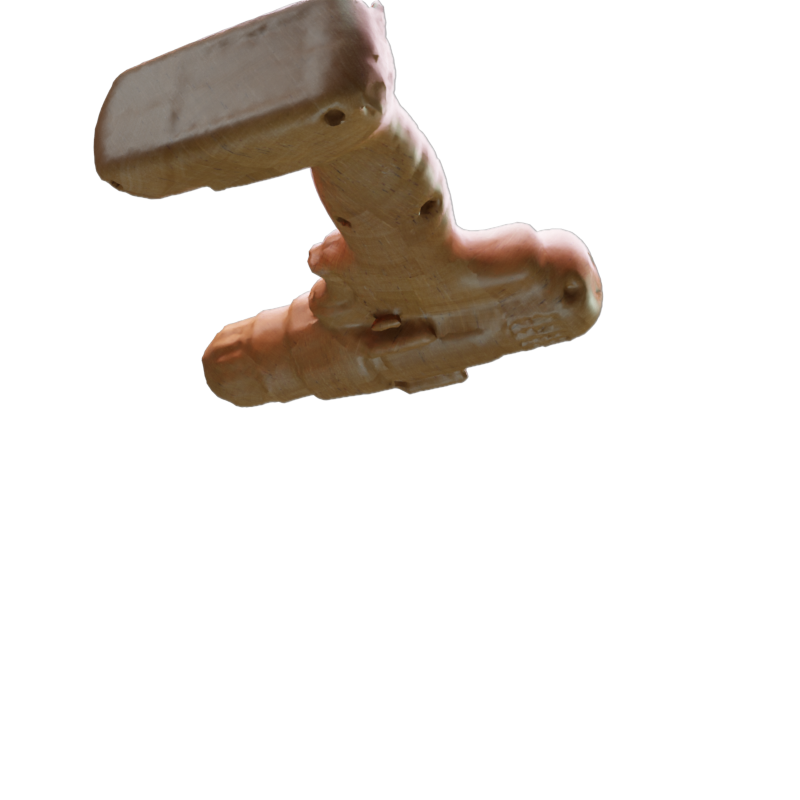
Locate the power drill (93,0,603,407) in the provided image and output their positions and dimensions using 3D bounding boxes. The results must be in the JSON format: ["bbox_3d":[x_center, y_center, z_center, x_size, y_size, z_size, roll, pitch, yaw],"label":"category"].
[{"bbox_3d":[-0.034,-0.062,0.433,0.187,0.061,0.173,-15,-34,22],"label":"power drill"}]
